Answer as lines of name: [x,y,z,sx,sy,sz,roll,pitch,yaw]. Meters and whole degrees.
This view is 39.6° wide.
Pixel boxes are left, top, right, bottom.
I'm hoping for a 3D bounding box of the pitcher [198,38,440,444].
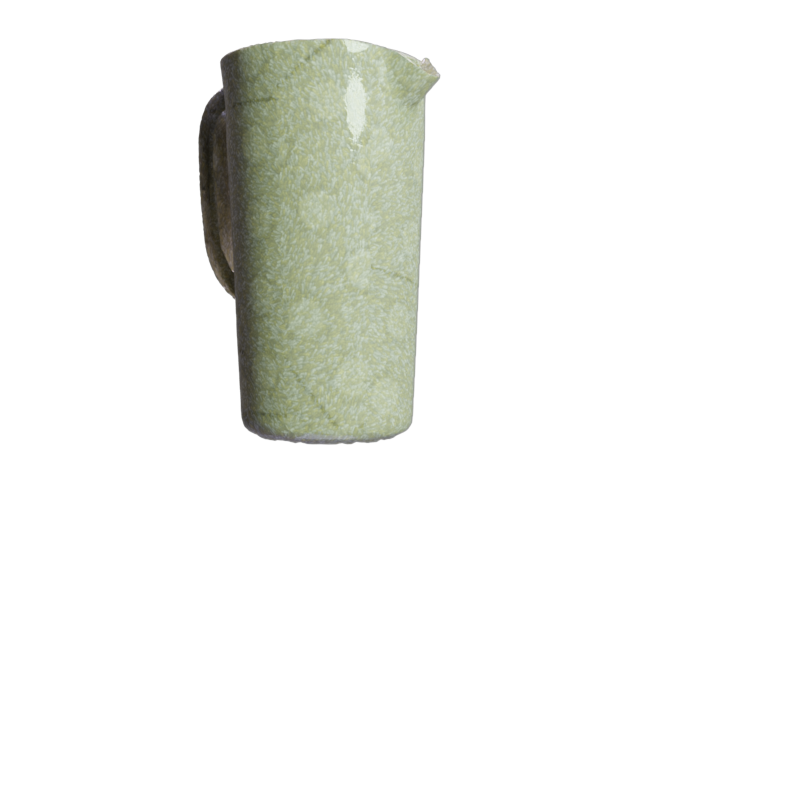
pitcher: [-0.055,-0.101,0.708,0.143,0.244,0.151,0,0,-9]
